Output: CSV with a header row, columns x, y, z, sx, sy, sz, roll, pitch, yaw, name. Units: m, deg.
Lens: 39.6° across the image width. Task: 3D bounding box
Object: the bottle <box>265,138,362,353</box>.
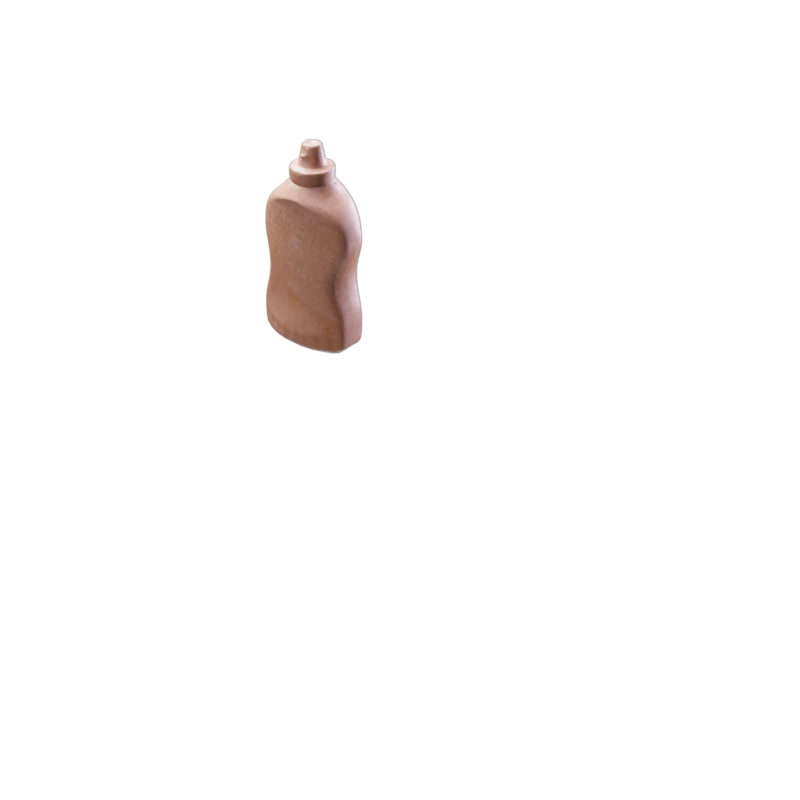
x,y,z,sx,sy,sz,roll,pitch,yaw,name
-0.078,-0.141,0.992,0.102,0.181,0.058,25,36,35,bottle
